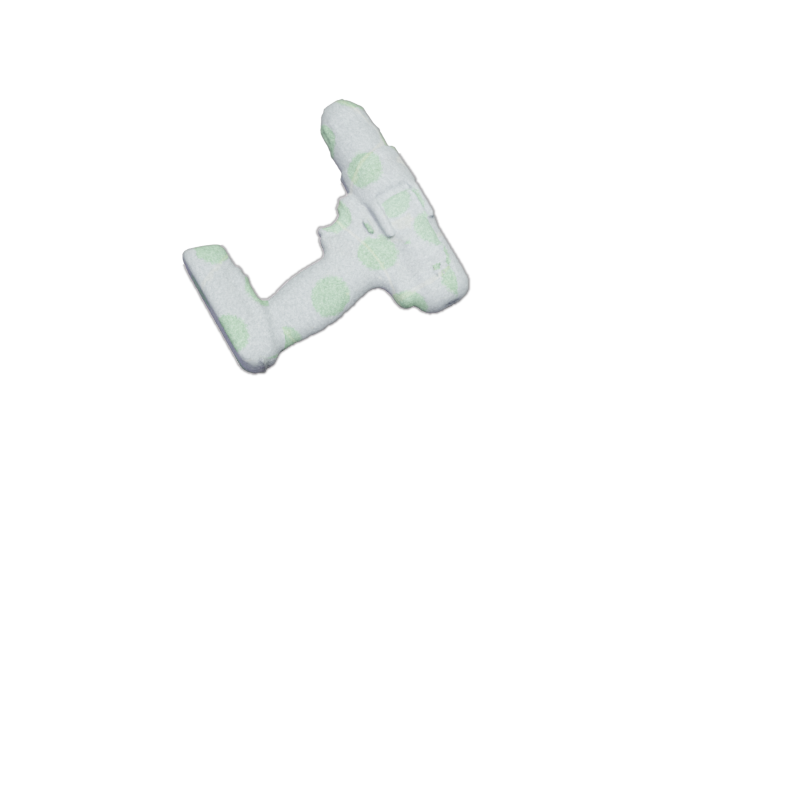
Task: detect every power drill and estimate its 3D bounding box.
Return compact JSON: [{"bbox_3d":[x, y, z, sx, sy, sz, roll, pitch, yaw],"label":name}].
[{"bbox_3d":[-0.066,-0.120,0.837,0.187,0.192,0.055,-28,-15,-9],"label":"power drill"}]
